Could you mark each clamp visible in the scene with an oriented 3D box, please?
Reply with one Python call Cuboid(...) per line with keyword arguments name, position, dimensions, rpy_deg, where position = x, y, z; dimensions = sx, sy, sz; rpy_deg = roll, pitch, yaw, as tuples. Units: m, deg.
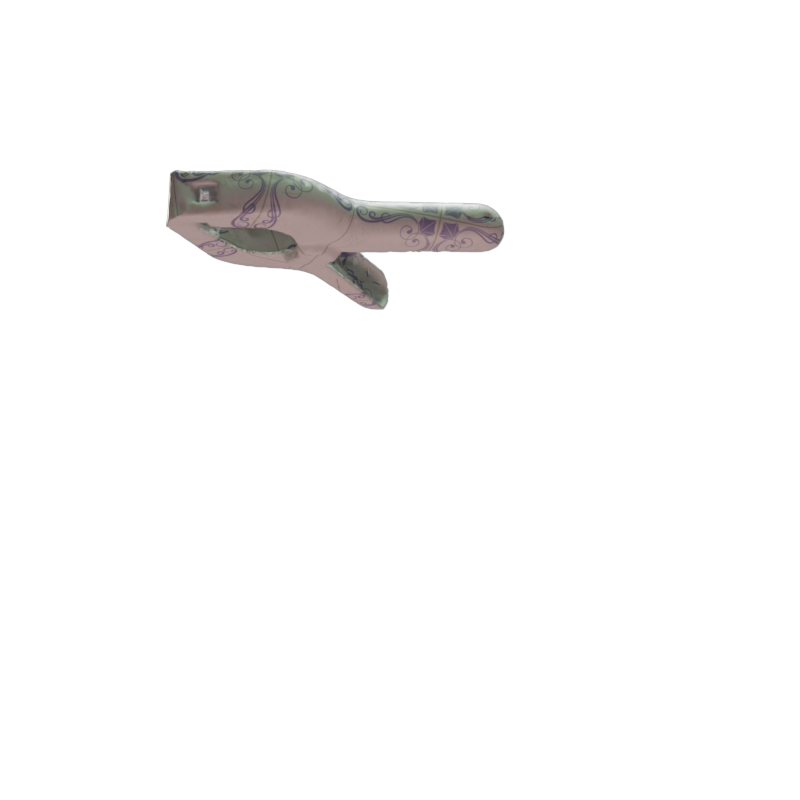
Cuboid(name="clamp", position=(-0.046, -0.084, 0.587), dimensions=(0.166, 0.042, 0.117), rpy_deg=(10, -26, -21))
